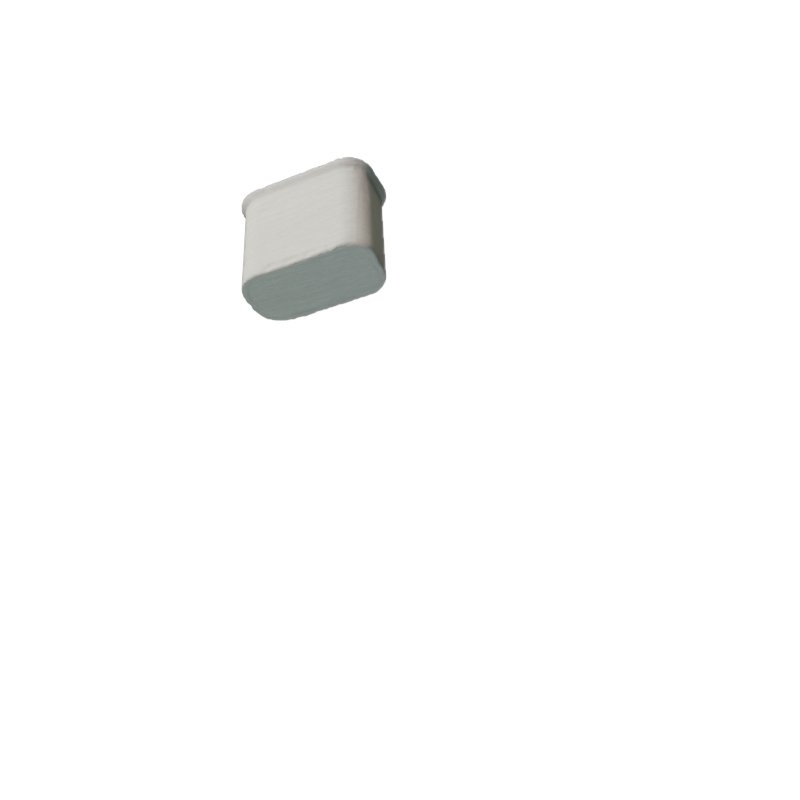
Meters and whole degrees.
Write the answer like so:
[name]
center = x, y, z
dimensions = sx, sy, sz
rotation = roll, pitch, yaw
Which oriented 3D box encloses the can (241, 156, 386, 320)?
[can]
center = -0.060, -0.109, 0.765
dimensions = 0.103, 0.090, 0.053
rotation = -18, -44, 17
